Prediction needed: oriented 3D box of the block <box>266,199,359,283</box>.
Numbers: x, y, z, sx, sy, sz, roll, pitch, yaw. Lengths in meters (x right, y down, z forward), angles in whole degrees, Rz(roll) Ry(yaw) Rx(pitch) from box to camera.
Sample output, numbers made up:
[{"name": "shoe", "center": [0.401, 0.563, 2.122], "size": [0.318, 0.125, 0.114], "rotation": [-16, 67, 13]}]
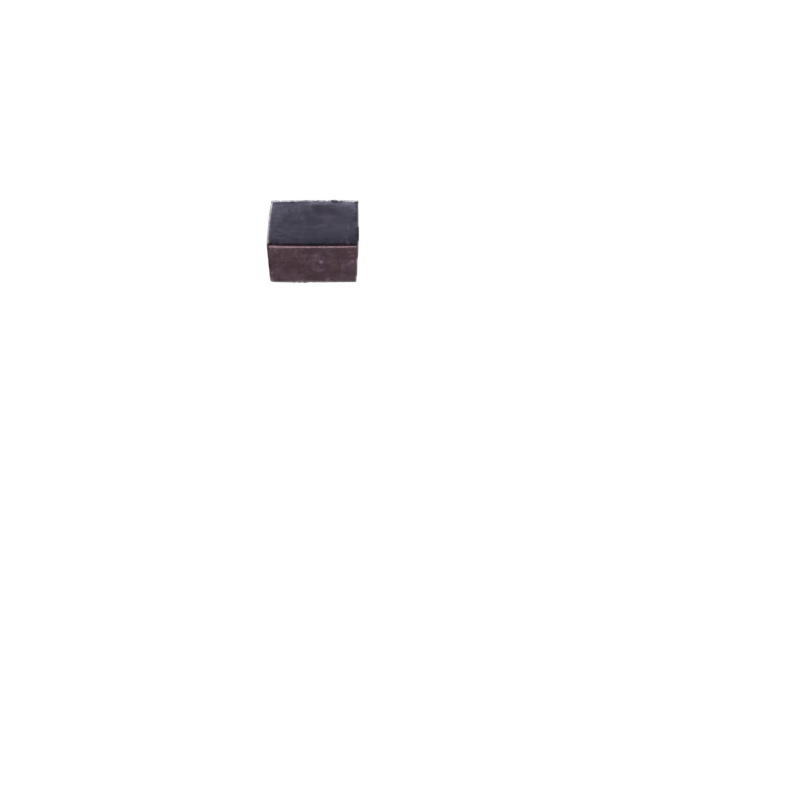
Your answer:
[{"name": "block", "center": [-0.075, -0.136, 0.954], "size": [0.078, 0.055, 0.049], "rotation": [0, -35, -2]}]
